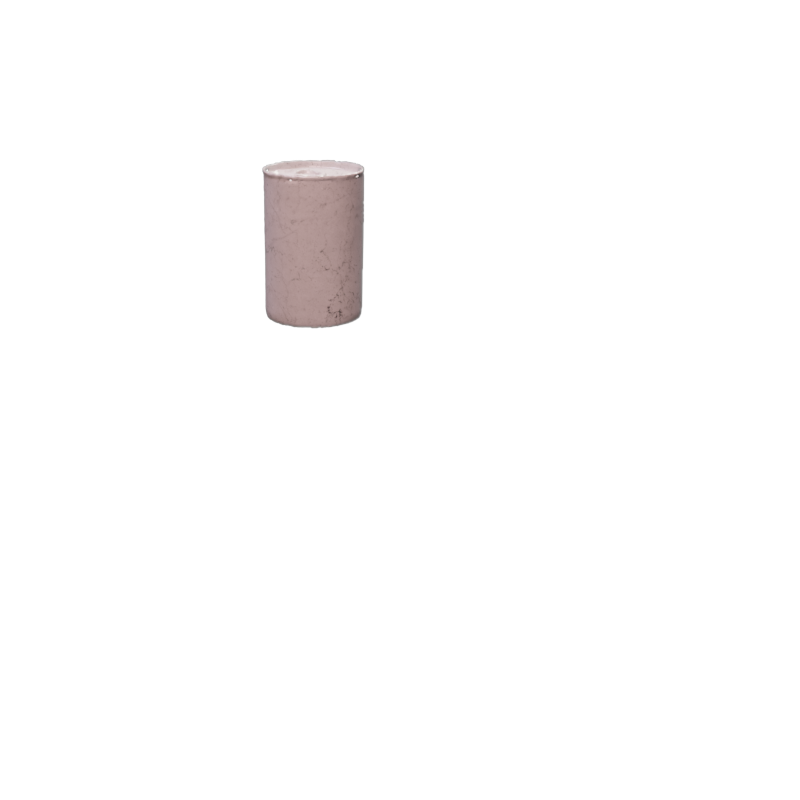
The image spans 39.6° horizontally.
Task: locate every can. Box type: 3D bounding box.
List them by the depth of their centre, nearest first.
[{"bbox_3d":[-0.059,-0.107,0.747,0.068,0.099,0.071,0,16,-2],"label":"can"}]
